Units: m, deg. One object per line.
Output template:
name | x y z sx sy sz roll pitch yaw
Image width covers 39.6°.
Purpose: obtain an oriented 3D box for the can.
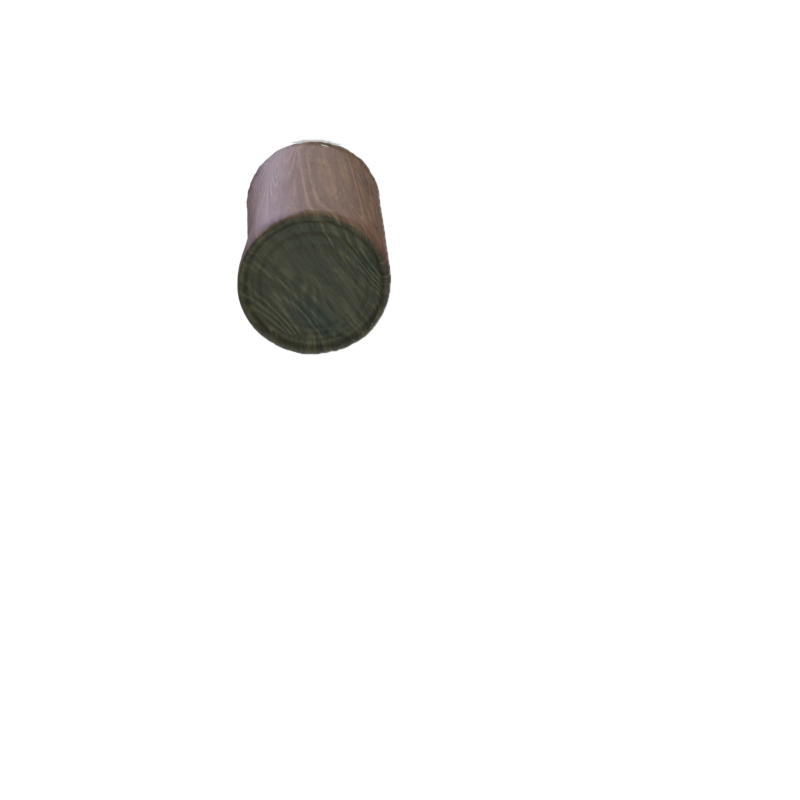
can | -0.040 -0.074 0.516 0.068 0.065 0.108 0 27 -3
